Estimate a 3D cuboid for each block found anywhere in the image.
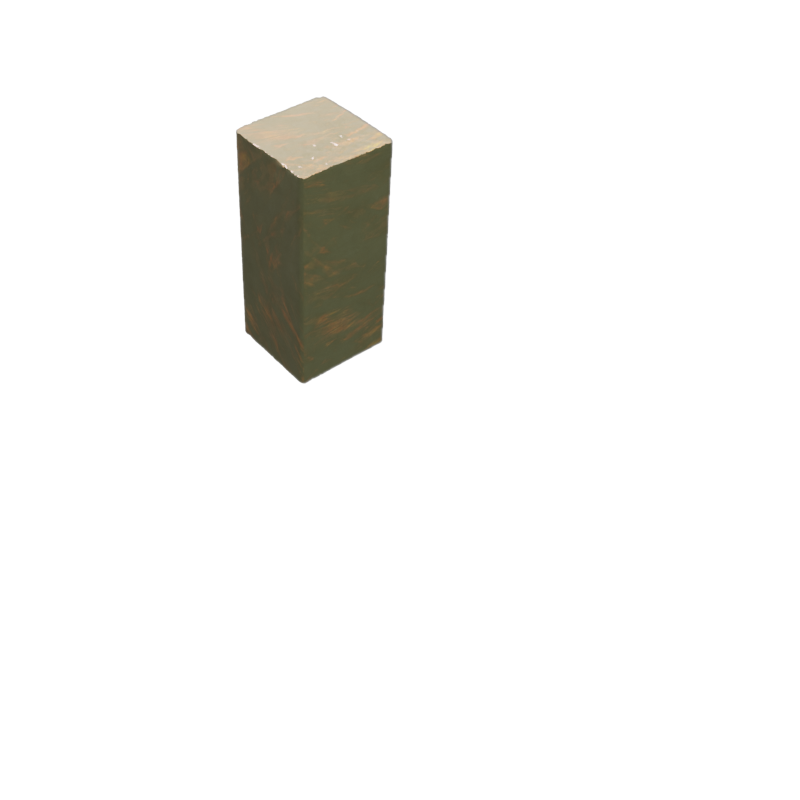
[{"bbox_3d":[-0.071,-0.130,0.910,0.090,0.192,0.097,-27,49,-30],"label":"block"}]
